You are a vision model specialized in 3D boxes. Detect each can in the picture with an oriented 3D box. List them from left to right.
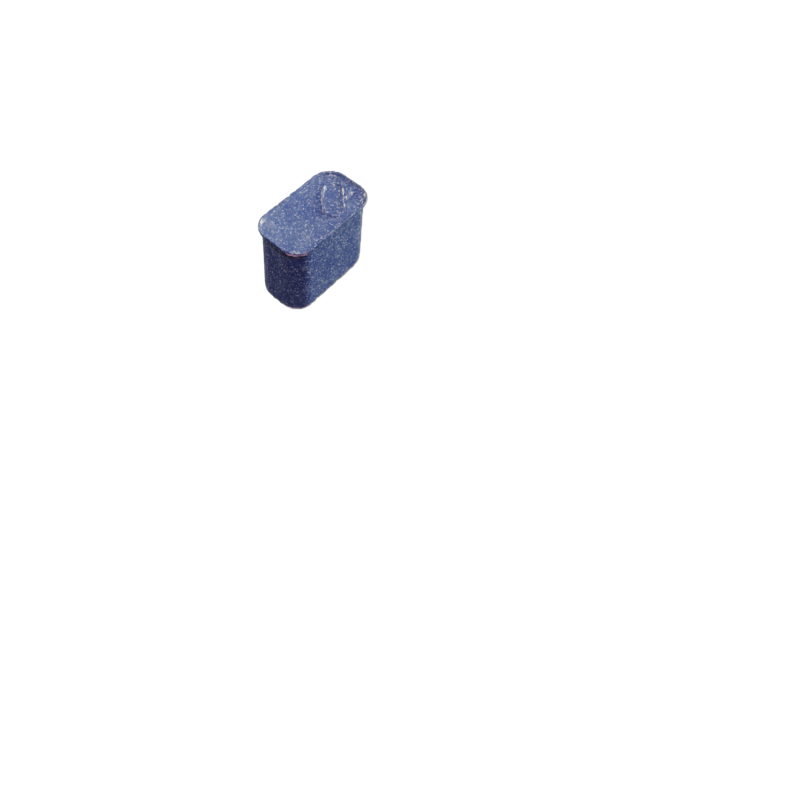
[{"bbox_3d":[-0.078,-0.142,0.994,0.061,0.103,0.078,35,-30,21],"label":"can"}]
